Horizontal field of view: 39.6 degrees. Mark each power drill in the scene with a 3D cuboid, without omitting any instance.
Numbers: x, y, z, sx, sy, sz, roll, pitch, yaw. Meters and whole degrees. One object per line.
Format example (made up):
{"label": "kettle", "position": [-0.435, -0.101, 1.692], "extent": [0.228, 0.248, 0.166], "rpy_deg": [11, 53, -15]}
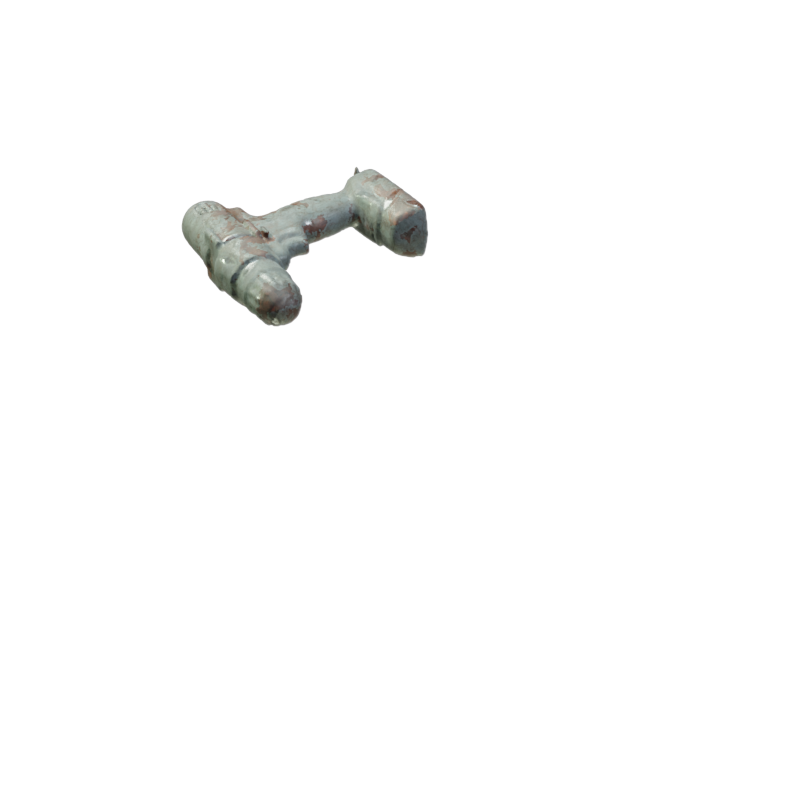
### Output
{"label": "power drill", "position": [-0.074, -0.135, 0.944], "extent": [0.185, 0.054, 0.199], "rpy_deg": [-17, 38, -23]}
